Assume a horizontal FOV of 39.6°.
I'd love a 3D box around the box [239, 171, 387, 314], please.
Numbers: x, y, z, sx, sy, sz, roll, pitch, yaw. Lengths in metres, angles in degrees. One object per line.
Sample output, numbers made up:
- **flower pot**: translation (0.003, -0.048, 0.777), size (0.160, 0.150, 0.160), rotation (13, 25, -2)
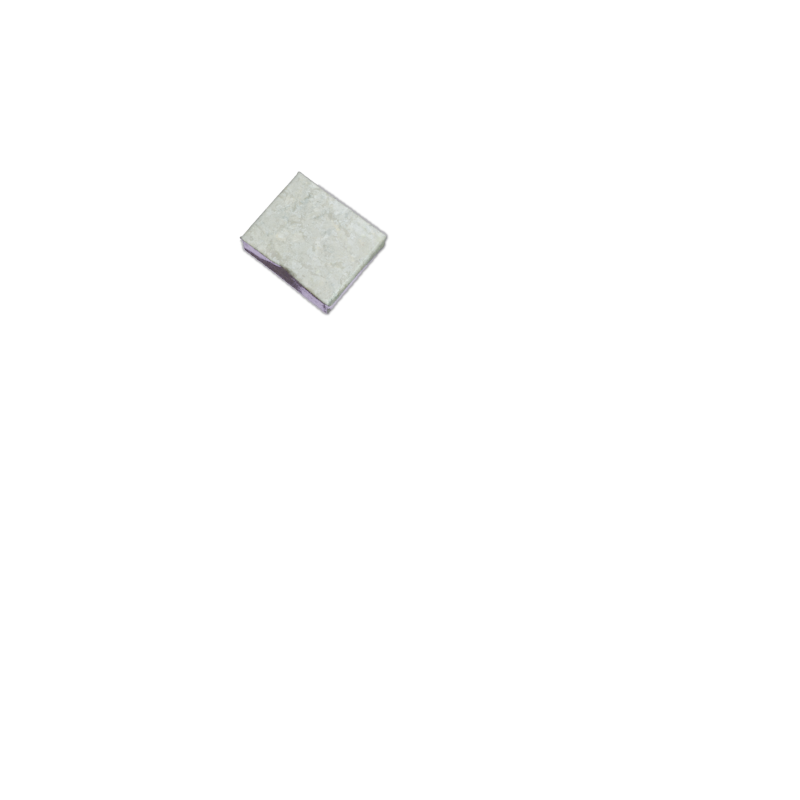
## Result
- **box**: translation (-0.067, -0.122, 0.856), size (0.092, 0.074, 0.029), rotation (37, -15, 11)
